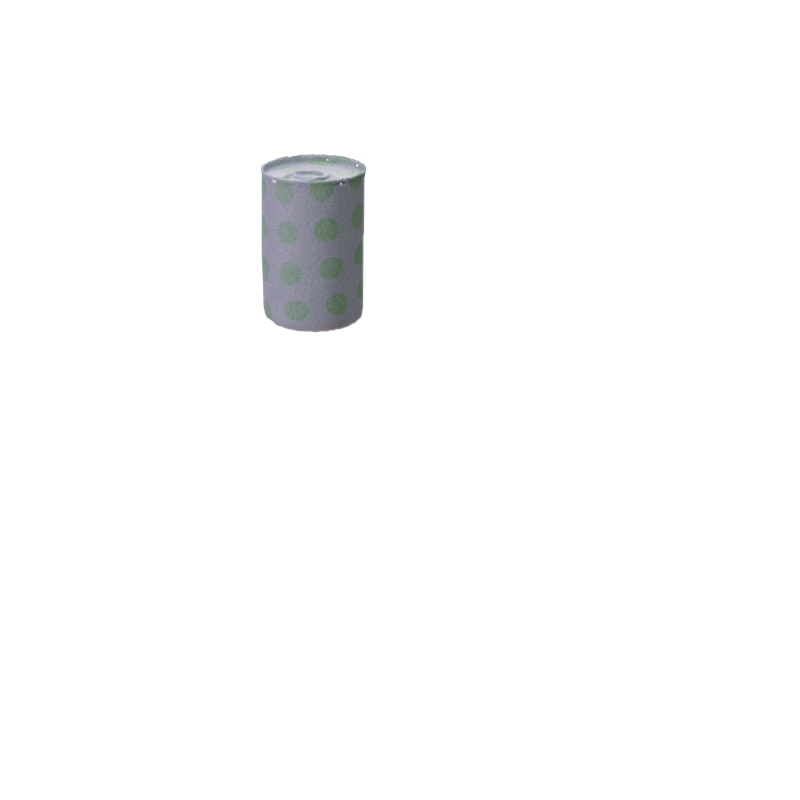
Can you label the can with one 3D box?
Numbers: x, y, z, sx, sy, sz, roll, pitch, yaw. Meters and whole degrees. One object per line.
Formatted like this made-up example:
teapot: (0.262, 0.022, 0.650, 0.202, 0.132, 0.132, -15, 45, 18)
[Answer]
can: (-0.057, -0.104, 0.728, 0.068, 0.098, 0.072, 0, 21, -2)
